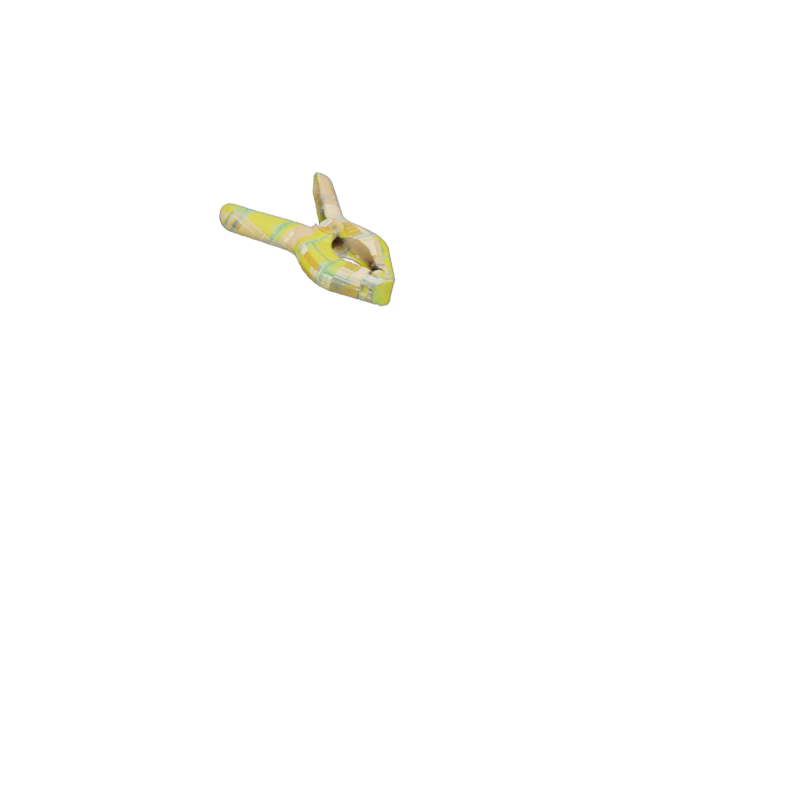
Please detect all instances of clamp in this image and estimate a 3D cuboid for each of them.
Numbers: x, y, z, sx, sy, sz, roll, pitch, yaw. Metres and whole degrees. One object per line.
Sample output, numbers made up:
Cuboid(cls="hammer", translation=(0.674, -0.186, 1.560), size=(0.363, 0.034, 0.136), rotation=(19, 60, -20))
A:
Cuboid(cls="clamp", translation=(-0.075, -0.137, 0.960), size=(0.119, 0.037, 0.185), rotation=(-22, 47, -23))
